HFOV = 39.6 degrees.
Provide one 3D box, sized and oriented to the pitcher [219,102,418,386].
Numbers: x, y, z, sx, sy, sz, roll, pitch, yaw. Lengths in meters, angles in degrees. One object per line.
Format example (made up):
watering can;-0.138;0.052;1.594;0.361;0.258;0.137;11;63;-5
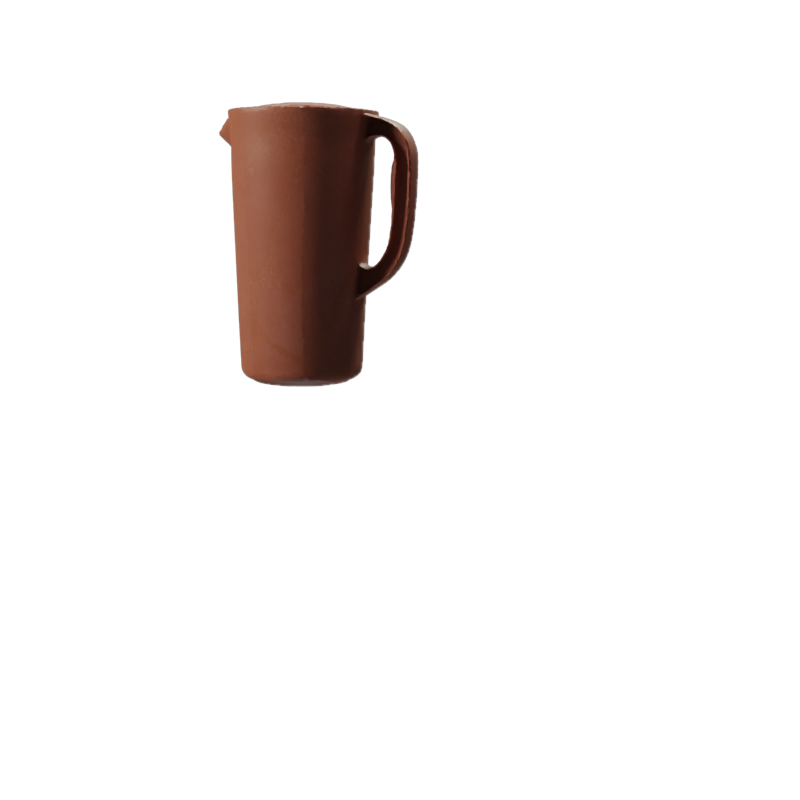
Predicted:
pitcher;-0.076;-0.139;0.972;0.141;0.241;0.155;-2;6;-22
